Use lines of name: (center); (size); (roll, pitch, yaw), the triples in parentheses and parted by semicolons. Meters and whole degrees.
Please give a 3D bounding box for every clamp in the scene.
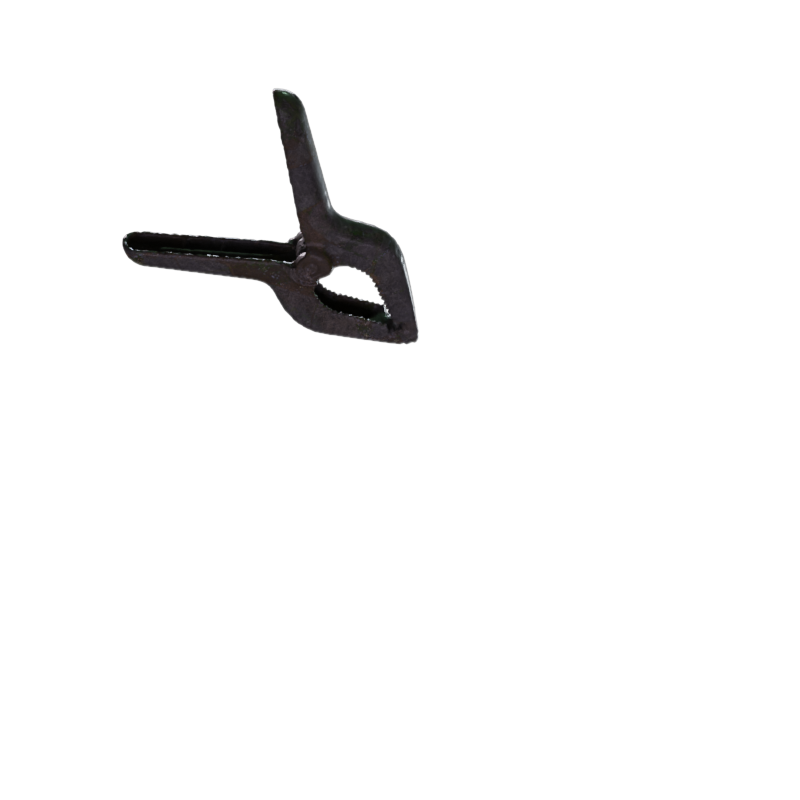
clamp: (-0.059, -0.107, 0.749); (0.200, 0.039, 0.161); (30, -57, -23)
